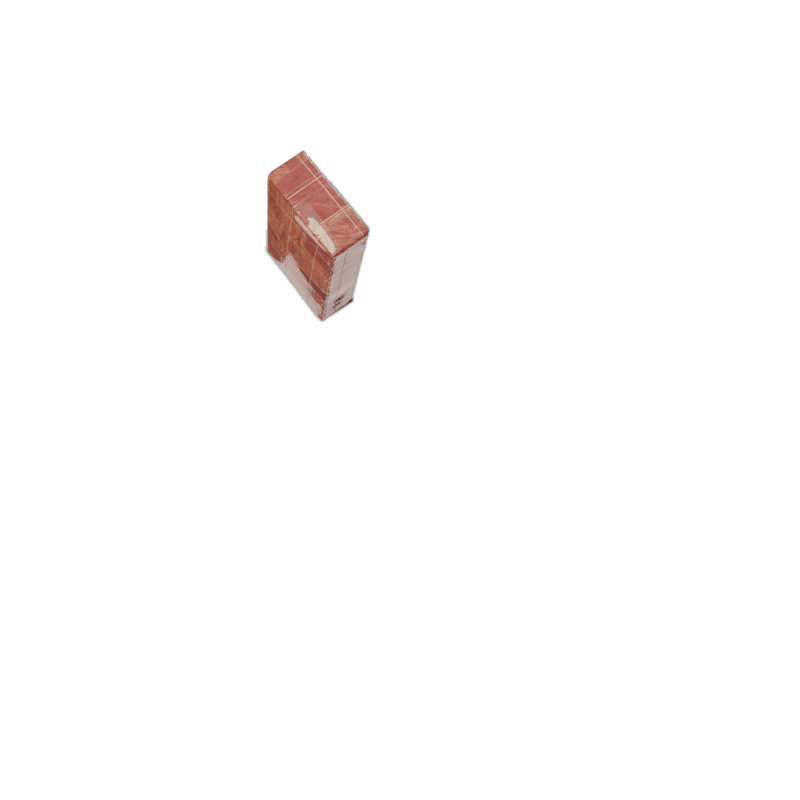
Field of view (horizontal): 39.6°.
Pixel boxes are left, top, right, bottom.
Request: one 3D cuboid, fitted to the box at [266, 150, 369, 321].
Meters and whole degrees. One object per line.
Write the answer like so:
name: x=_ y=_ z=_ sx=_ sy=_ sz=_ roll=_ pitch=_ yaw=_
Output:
box: x=-0.077 y=-0.140 z=0.980 sx=0.048 sy=0.097 sz=0.170 roll=-36 pitch=-10 yaw=-11
